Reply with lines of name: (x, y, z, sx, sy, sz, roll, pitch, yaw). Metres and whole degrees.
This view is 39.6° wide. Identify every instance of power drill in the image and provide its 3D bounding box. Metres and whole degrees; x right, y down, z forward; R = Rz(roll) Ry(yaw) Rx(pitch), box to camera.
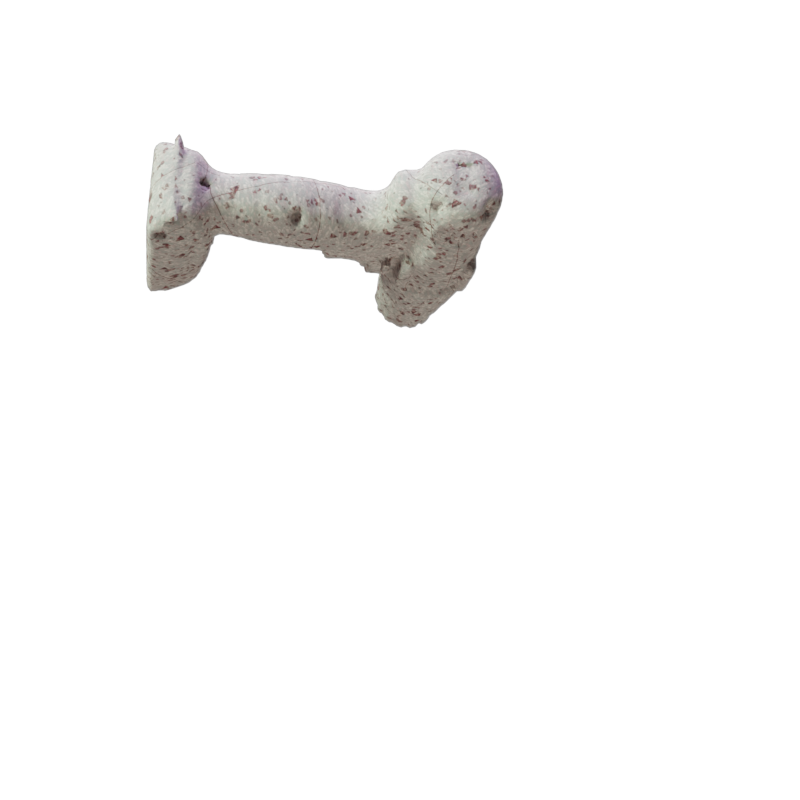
power drill: (-0.050, -0.090, 0.633, 0.186, 0.060, 0.177, 3, -20, -8)
